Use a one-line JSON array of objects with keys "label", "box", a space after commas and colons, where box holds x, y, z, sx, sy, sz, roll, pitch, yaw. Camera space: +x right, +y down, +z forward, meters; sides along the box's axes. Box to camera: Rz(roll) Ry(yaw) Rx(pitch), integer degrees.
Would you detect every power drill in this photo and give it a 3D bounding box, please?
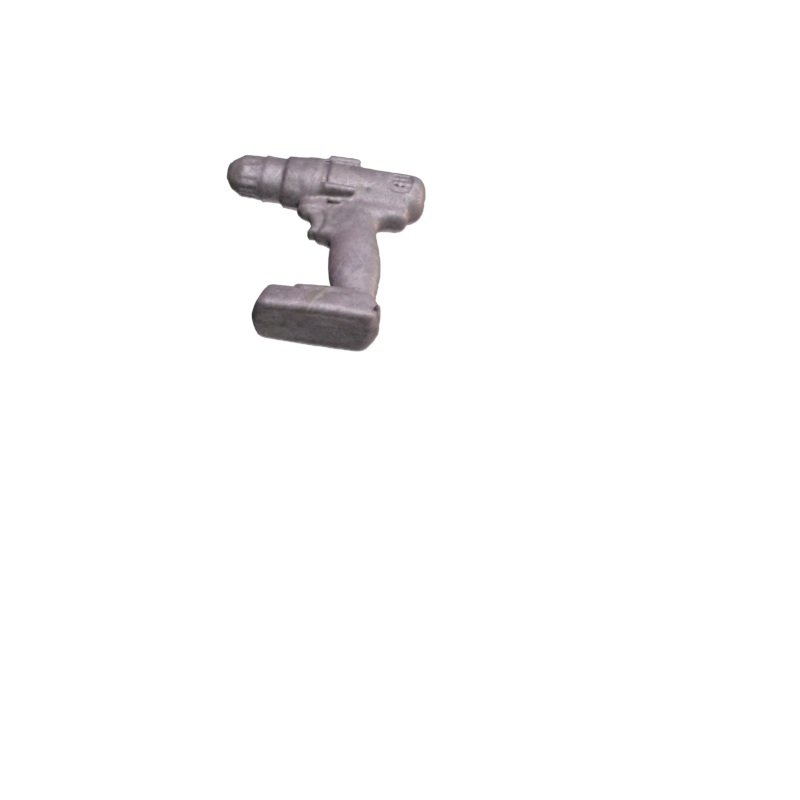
[{"label": "power drill", "box": [-0.076, -0.139, 0.976, 0.186, 0.199, 0.054, 7, -36, 4]}]
